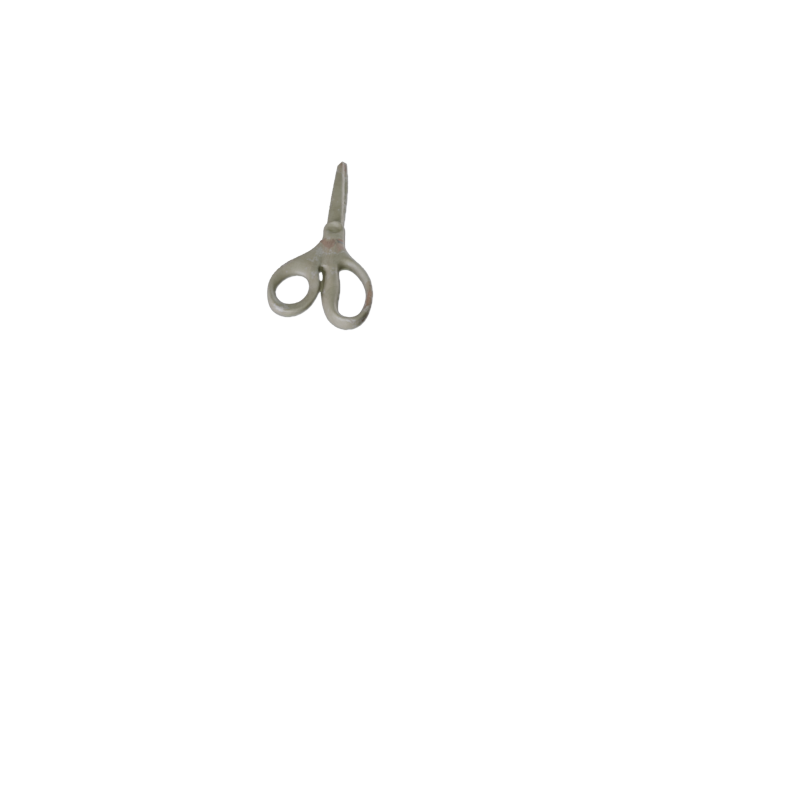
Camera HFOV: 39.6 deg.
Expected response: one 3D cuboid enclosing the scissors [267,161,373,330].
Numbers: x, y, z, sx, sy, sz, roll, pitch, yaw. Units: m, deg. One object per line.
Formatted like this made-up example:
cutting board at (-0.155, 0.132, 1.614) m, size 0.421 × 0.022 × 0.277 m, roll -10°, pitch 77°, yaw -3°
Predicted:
scissors at (-0.075, -0.137, 0.961) m, size 0.095 × 0.218 × 0.015 m, roll -8°, pitch -42°, yaw -8°
